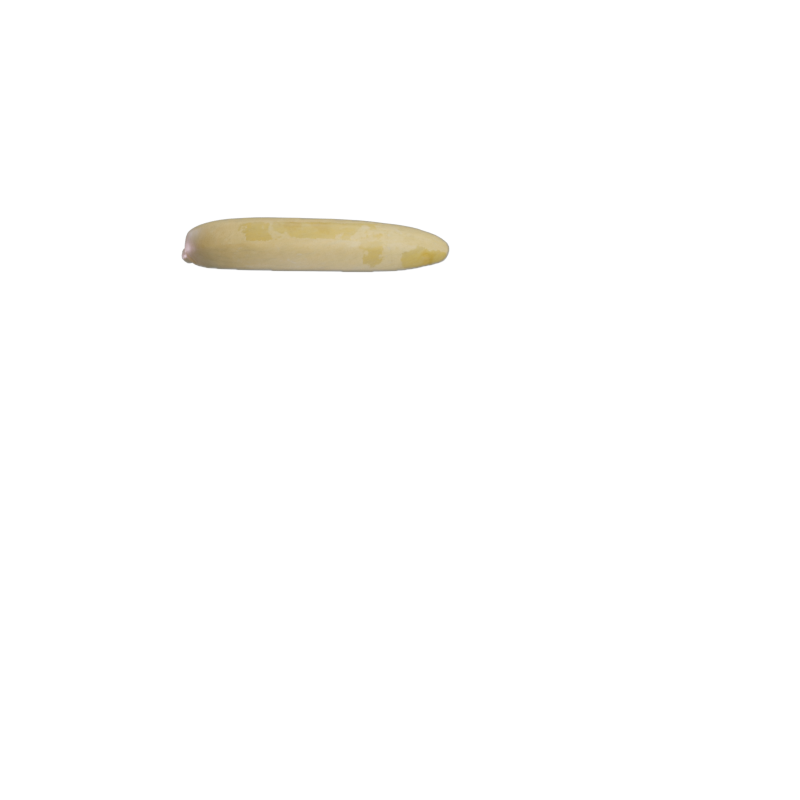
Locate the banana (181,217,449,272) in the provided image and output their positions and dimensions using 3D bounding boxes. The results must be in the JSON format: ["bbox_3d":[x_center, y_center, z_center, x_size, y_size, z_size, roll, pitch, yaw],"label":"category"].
[{"bbox_3d":[-0.068,-0.108,0.766,0.201,0.036,0.069,3,10,13],"label":"banana"}]
